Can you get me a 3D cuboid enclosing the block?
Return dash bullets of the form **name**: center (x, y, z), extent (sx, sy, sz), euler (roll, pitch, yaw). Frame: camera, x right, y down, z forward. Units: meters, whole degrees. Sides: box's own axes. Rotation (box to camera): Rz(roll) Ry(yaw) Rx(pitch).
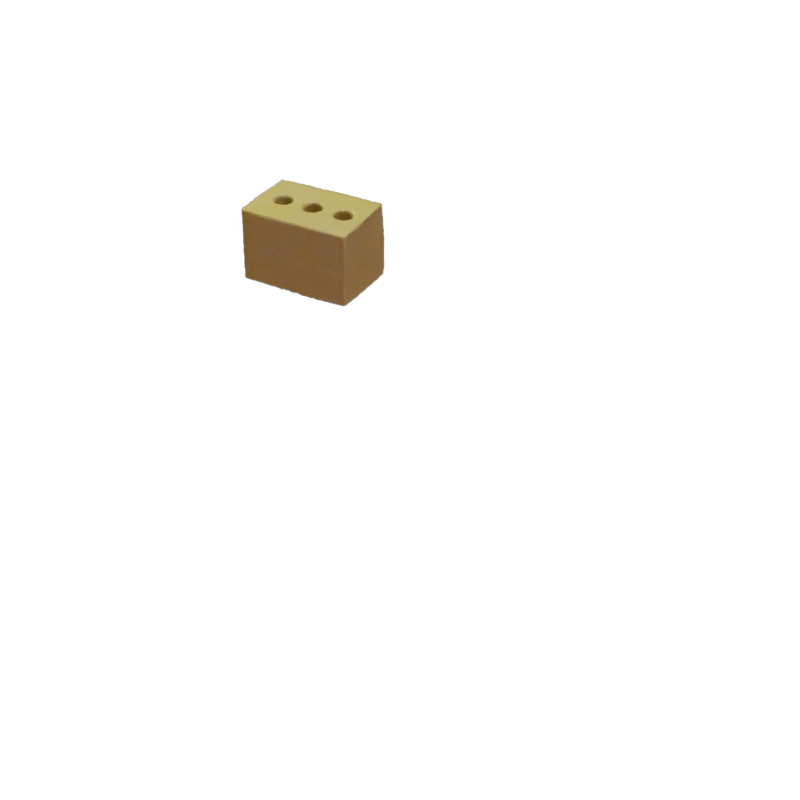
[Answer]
- **block**: center (-0.056, -0.101, 0.710), extent (0.081, 0.048, 0.054), euler (17, 35, 23)
